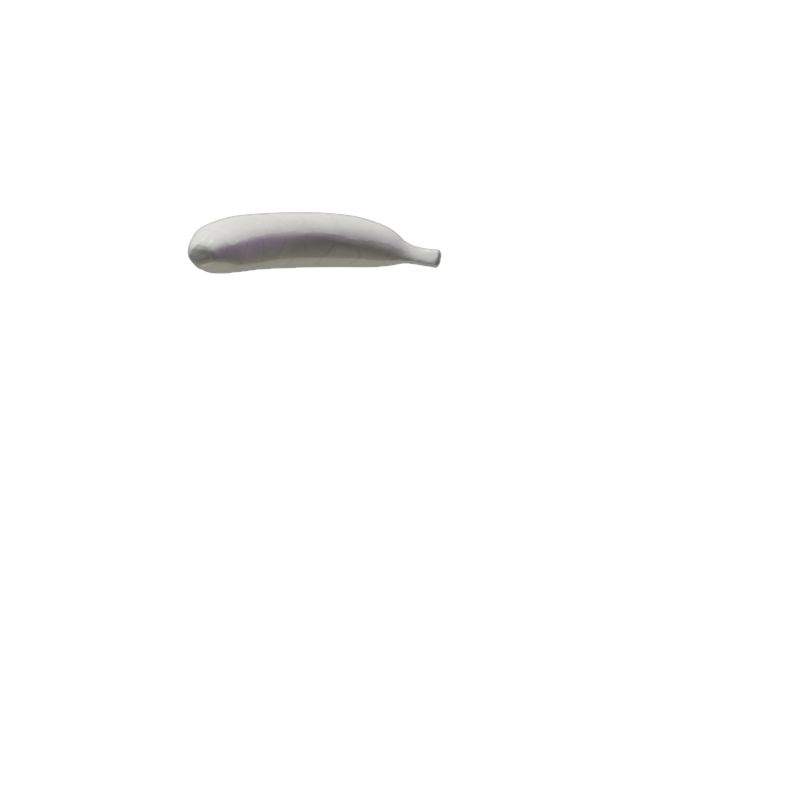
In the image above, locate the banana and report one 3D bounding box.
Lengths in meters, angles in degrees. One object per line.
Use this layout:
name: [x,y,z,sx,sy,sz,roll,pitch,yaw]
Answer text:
banana: [-0.063,-0.099,0.694,0.191,0.036,0.073,-8,11,-43]
